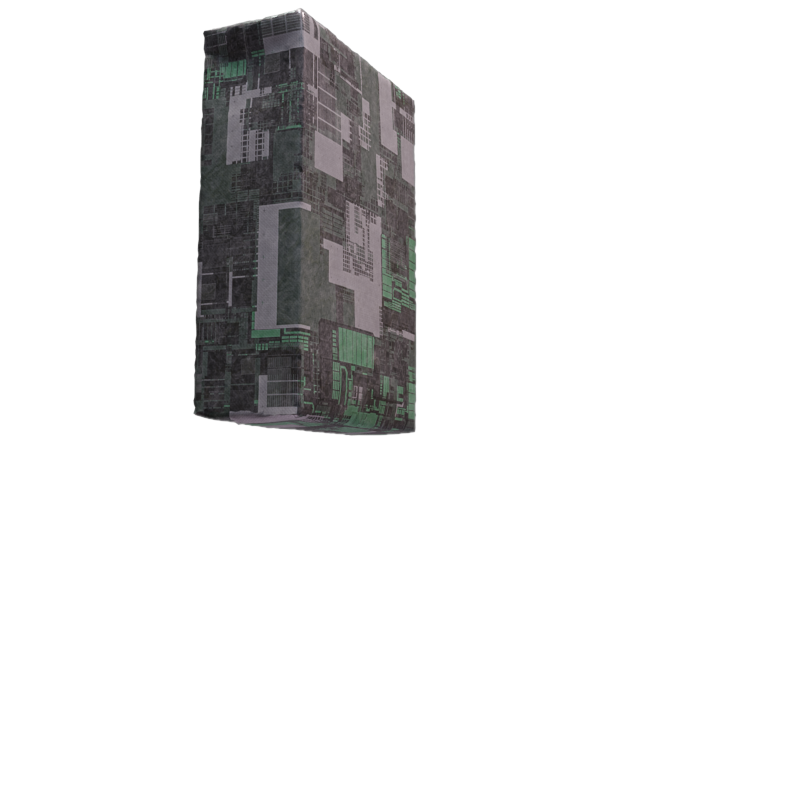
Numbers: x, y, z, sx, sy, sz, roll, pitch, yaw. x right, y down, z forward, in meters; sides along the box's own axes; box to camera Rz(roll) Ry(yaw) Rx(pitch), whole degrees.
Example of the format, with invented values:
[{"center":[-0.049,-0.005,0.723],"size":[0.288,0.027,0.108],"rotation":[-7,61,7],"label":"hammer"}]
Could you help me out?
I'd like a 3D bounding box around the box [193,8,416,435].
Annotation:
[{"center":[-0.050,-0.091,0.636],"size":[0.073,0.220,0.156],"rotation":[-6,-10,23],"label":"box"}]
